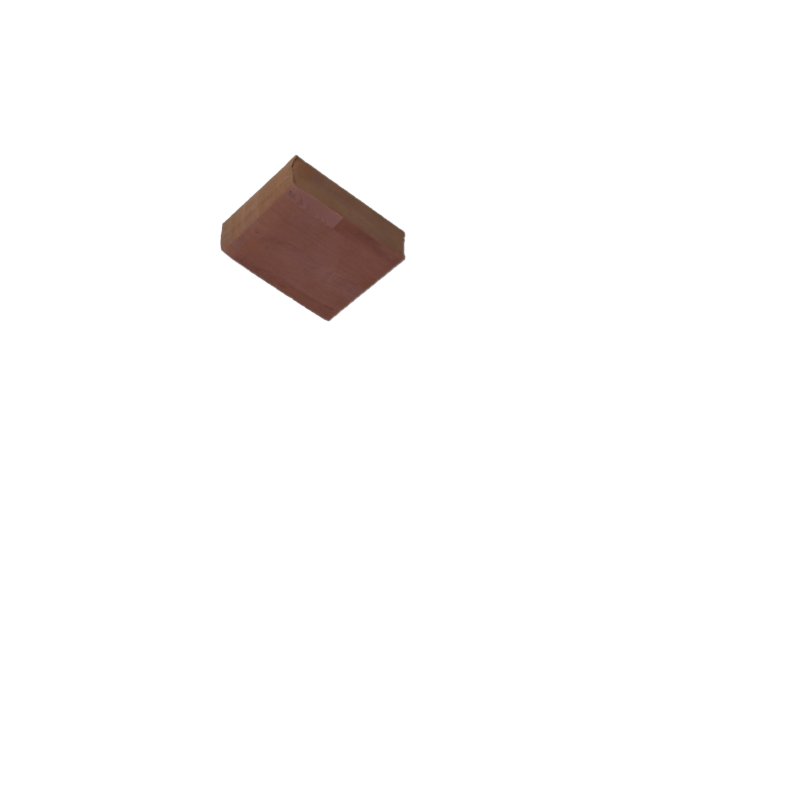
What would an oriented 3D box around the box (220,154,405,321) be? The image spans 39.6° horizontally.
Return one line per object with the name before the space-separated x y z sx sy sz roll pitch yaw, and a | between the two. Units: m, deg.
box | -0.066 -0.119 0.836 0.107 0.042 0.089 32 -54 -28
